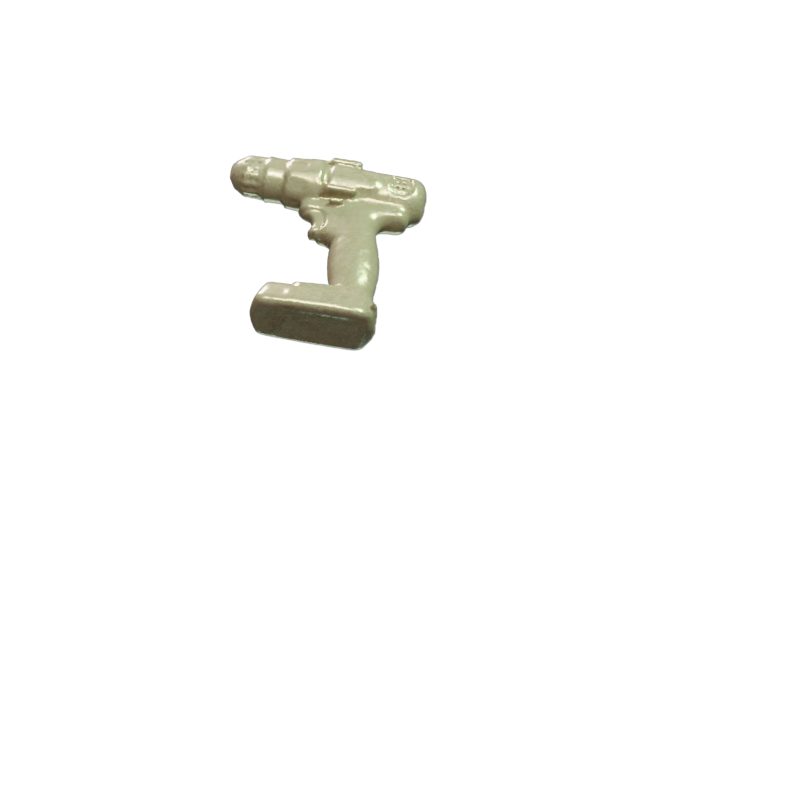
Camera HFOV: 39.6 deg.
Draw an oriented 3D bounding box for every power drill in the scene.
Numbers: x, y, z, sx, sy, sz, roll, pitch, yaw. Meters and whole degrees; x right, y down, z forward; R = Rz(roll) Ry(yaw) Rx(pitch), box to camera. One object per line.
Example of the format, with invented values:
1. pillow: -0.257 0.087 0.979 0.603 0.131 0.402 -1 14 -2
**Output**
1. power drill: -0.077 -0.141 0.985 0.186 0.199 0.053 8 -37 6
